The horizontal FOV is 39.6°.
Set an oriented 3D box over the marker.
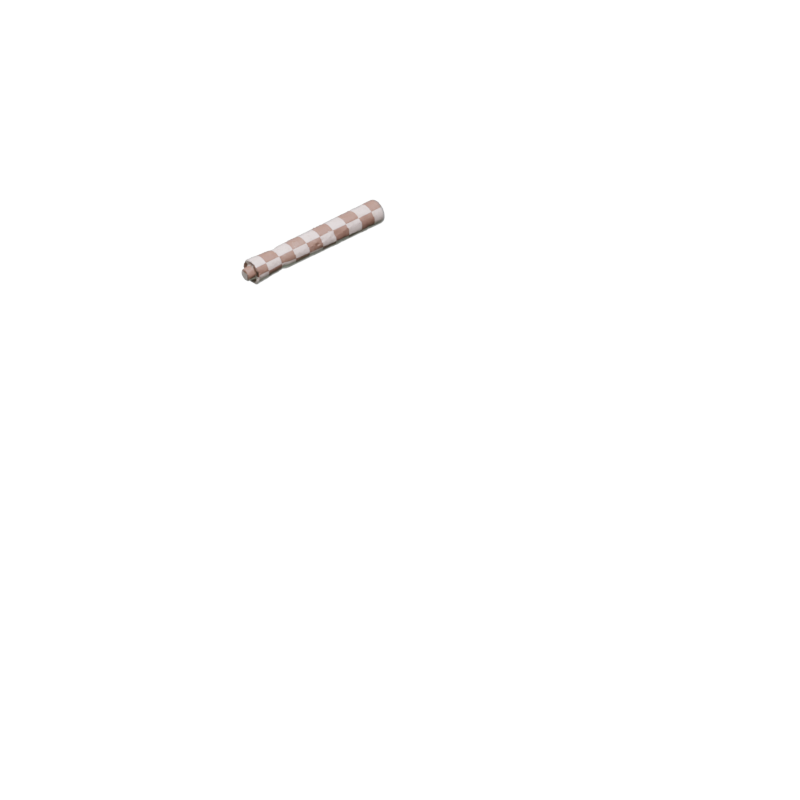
[{"bbox_3d":[-0.062,-0.113,0.791,0.121,0.019,0.021,-31,20,-30],"label":"marker"}]
